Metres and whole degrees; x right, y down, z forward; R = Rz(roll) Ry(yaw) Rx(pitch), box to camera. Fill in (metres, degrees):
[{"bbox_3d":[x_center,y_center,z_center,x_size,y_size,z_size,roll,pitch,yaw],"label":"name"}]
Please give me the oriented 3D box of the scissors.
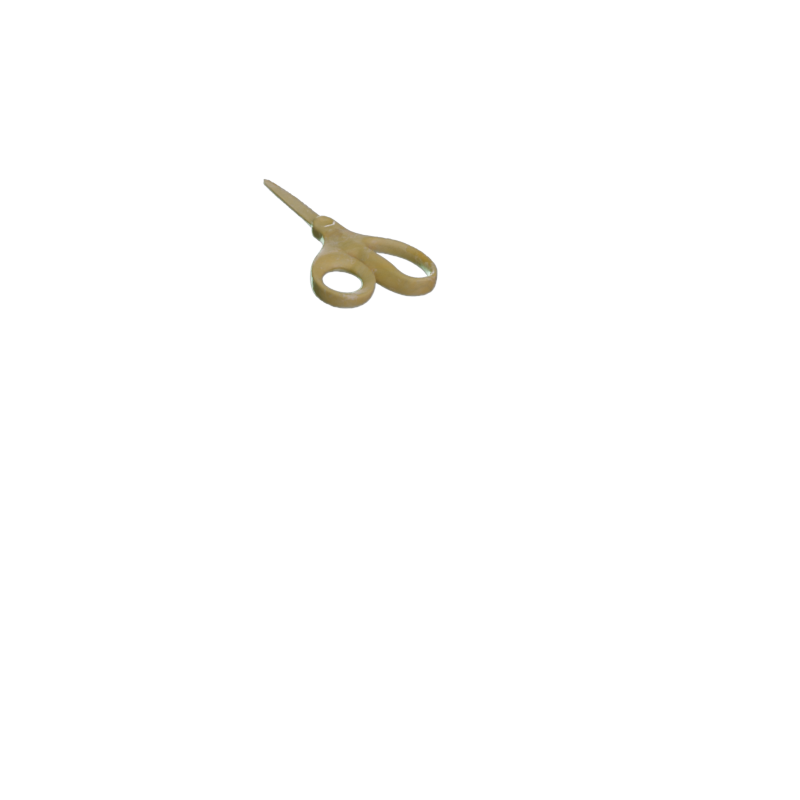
[{"bbox_3d":[-0.064,-0.116,0.813,0.215,0.015,0.096,29,44,35],"label":"scissors"}]
